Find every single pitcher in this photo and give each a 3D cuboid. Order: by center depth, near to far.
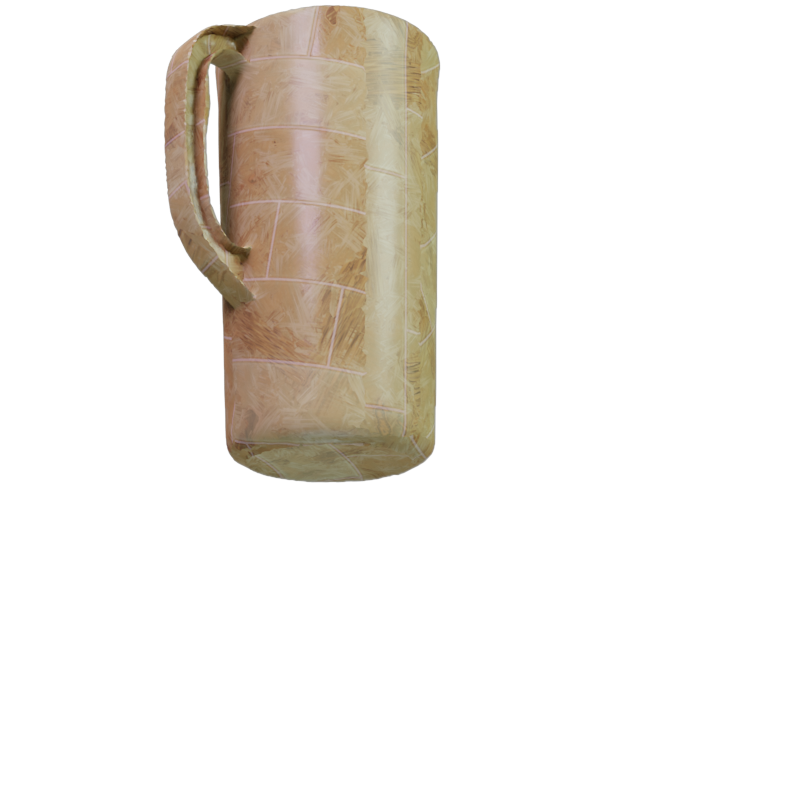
[{"bbox_3d":[-0.048,-0.087,0.608,0.149,0.256,0.137,-2,-21,1],"label":"pitcher"}]
